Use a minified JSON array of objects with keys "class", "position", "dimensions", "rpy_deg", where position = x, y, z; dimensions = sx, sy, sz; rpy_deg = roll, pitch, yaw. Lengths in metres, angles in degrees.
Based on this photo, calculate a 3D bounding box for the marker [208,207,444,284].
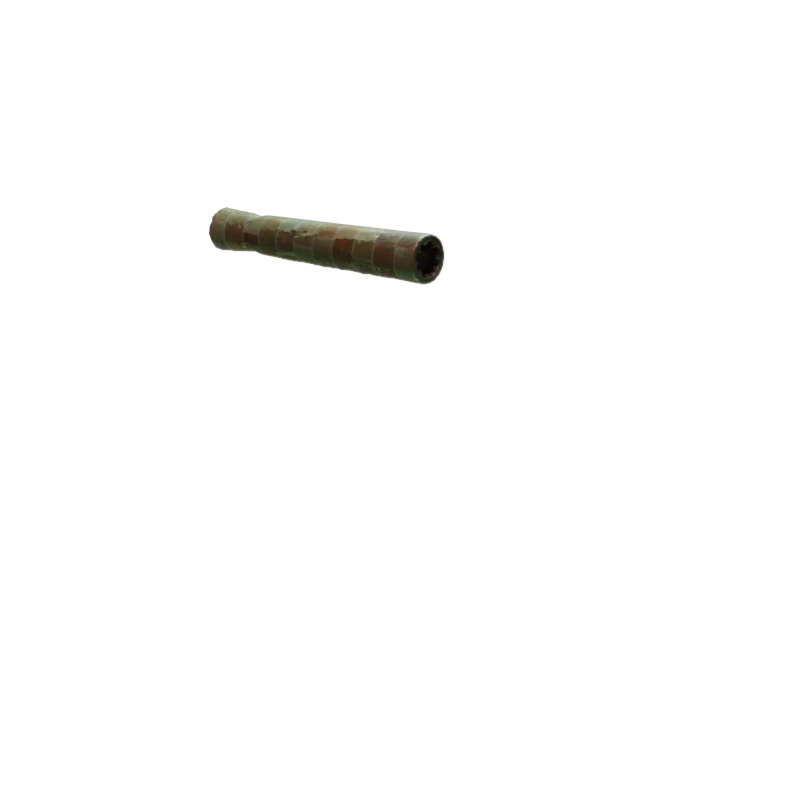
[{"class":"marker","position":[-0.035,-0.064,0.447],"dimensions":[0.127,0.019,0.019],"rpy_deg":[15,13,42]}]
